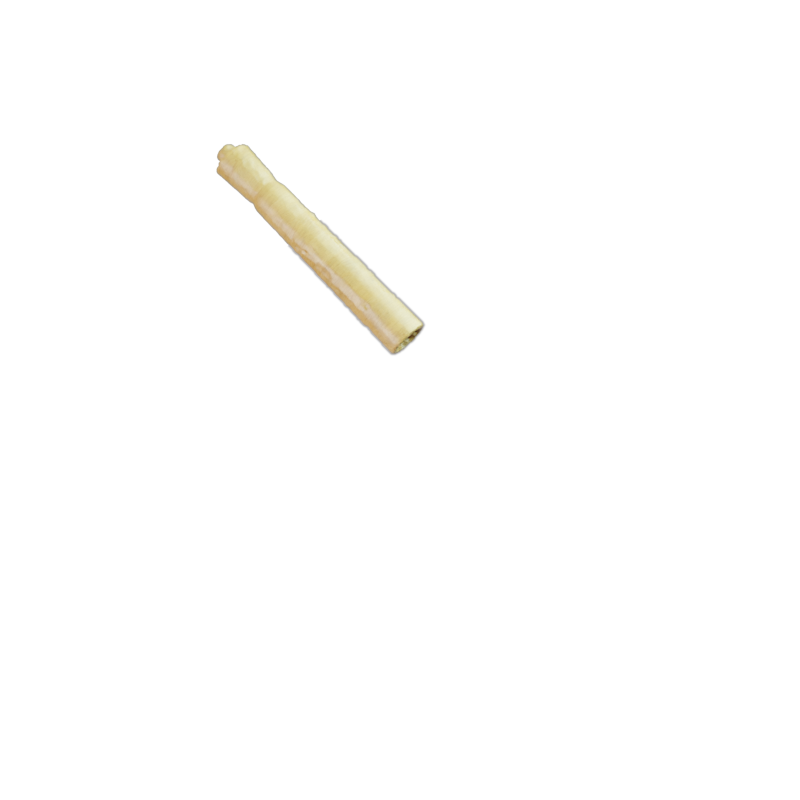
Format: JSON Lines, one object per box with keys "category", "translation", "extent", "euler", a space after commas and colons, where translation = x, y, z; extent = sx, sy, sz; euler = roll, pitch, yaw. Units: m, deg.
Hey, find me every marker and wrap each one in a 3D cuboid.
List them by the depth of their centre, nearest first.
{"category": "marker", "translation": [-0.038, -0.069, 0.484], "extent": [0.126, 0.019, 0.019], "euler": [47, 18, 16]}
